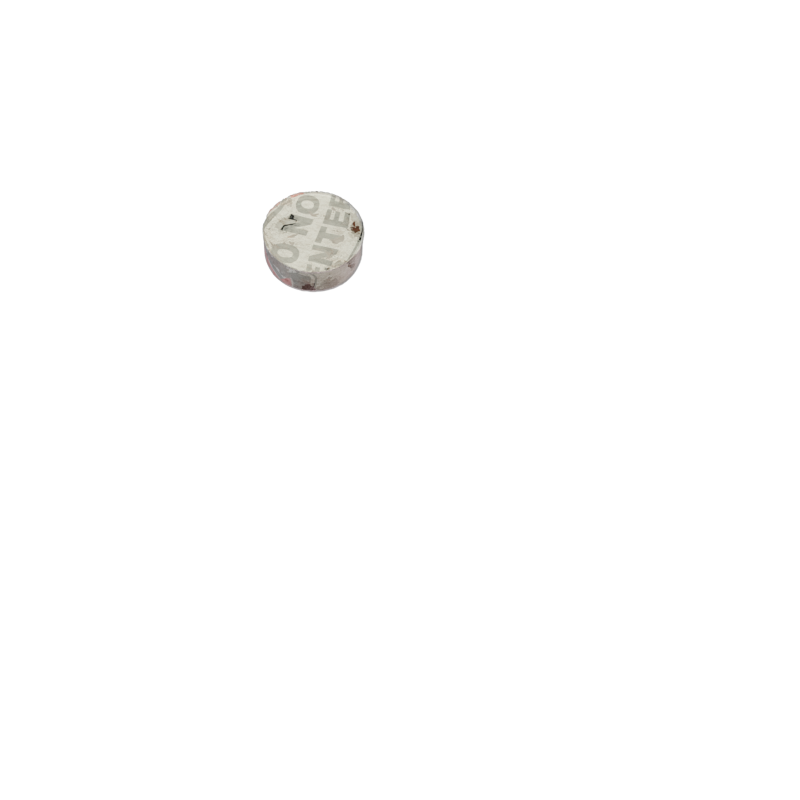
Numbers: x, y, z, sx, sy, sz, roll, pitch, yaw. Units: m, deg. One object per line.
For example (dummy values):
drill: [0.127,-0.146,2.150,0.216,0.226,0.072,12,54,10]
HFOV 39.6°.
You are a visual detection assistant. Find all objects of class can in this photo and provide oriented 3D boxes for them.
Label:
can: [-0.074,-0.135,0.944,0.086,0.092,0.031,-1,-34,-1]
